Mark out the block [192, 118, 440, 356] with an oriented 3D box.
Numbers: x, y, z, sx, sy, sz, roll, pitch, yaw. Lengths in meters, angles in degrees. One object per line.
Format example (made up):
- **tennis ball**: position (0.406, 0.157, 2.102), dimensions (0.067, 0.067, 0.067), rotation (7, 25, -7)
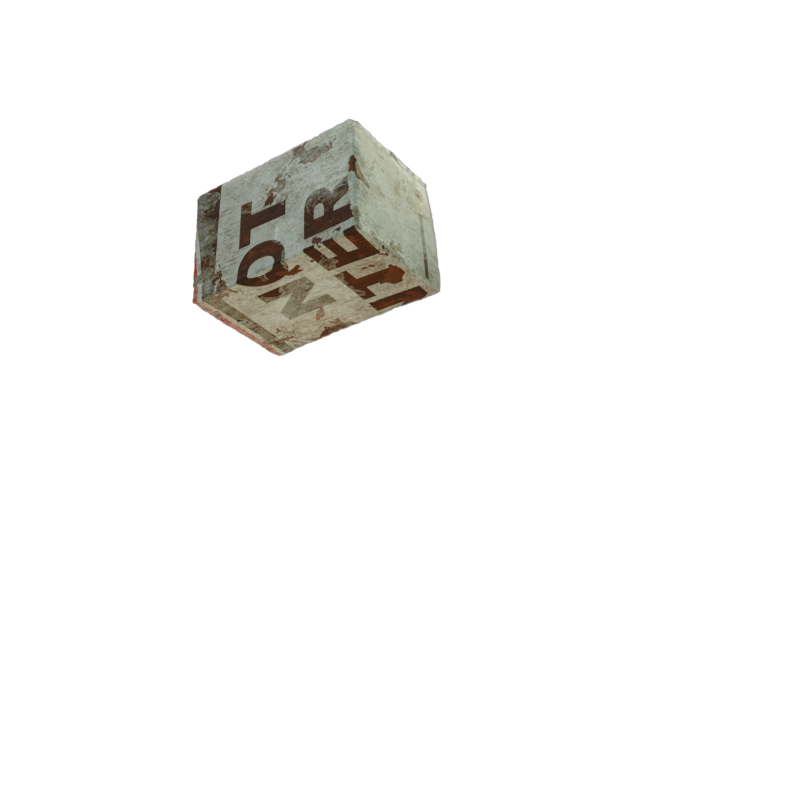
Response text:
- **block**: position (-0.033, -0.059, 0.416), dimensions (0.079, 0.055, 0.049), rotation (-20, -36, 29)
